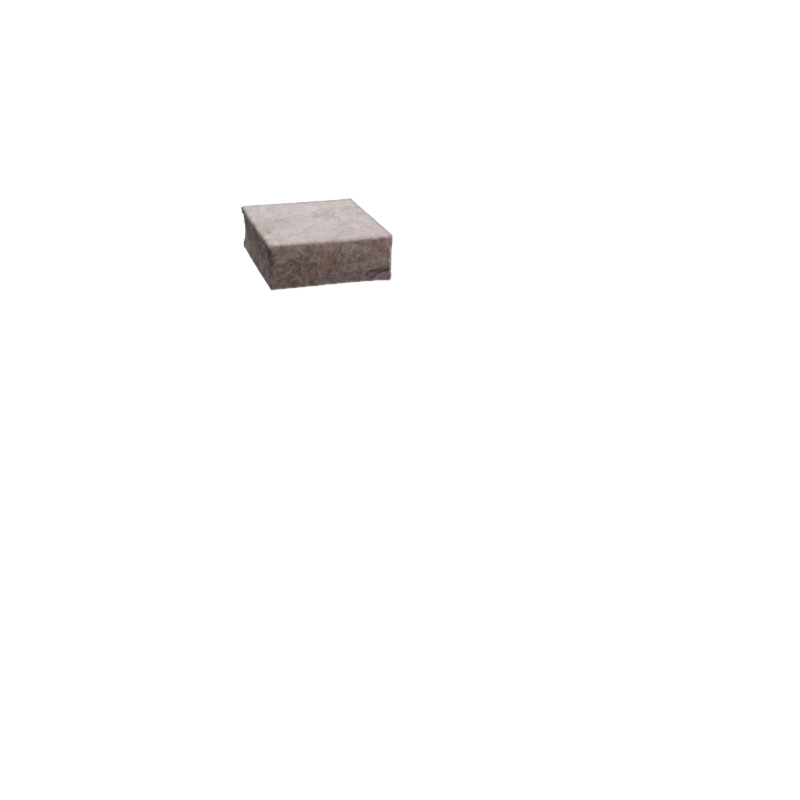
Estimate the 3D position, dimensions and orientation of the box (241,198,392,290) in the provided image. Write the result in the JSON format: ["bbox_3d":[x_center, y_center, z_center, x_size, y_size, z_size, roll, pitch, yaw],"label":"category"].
[{"bbox_3d":[-0.064,-0.117,0.822,0.088,0.037,0.120,-6,22,-15],"label":"box"}]
